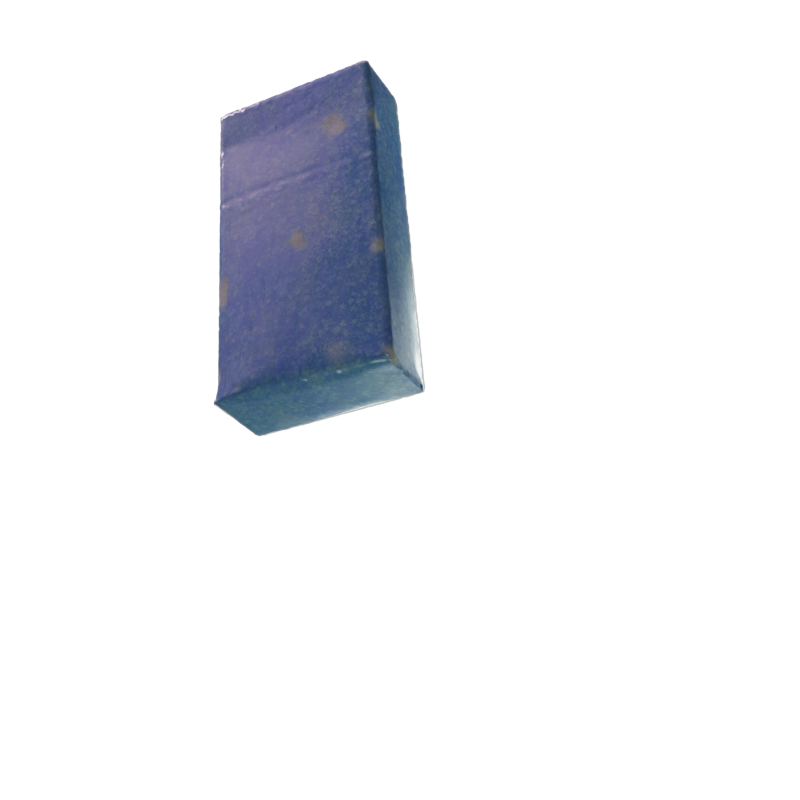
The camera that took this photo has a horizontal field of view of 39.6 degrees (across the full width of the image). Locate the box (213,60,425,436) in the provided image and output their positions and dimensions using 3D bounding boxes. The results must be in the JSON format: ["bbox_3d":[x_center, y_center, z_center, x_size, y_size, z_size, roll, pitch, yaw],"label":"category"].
[{"bbox_3d":[-0.043,-0.079,0.553,0.094,0.188,0.044,-17,-36,21],"label":"box"}]
